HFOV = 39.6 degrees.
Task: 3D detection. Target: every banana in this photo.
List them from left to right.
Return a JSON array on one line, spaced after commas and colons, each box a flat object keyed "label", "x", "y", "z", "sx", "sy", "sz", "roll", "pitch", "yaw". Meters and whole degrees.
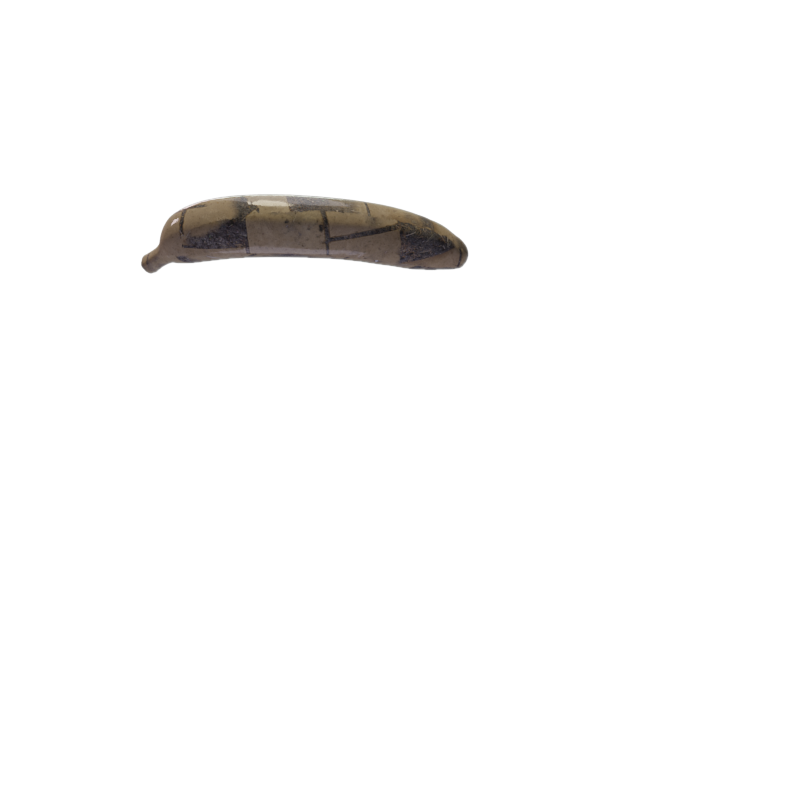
[{"label": "banana", "x": -0.053, "y": -0.097, "z": 0.646, "sx": 0.196, "sy": 0.038, "sz": 0.068, "roll": 0, "pitch": -7, "yaw": -4}]
